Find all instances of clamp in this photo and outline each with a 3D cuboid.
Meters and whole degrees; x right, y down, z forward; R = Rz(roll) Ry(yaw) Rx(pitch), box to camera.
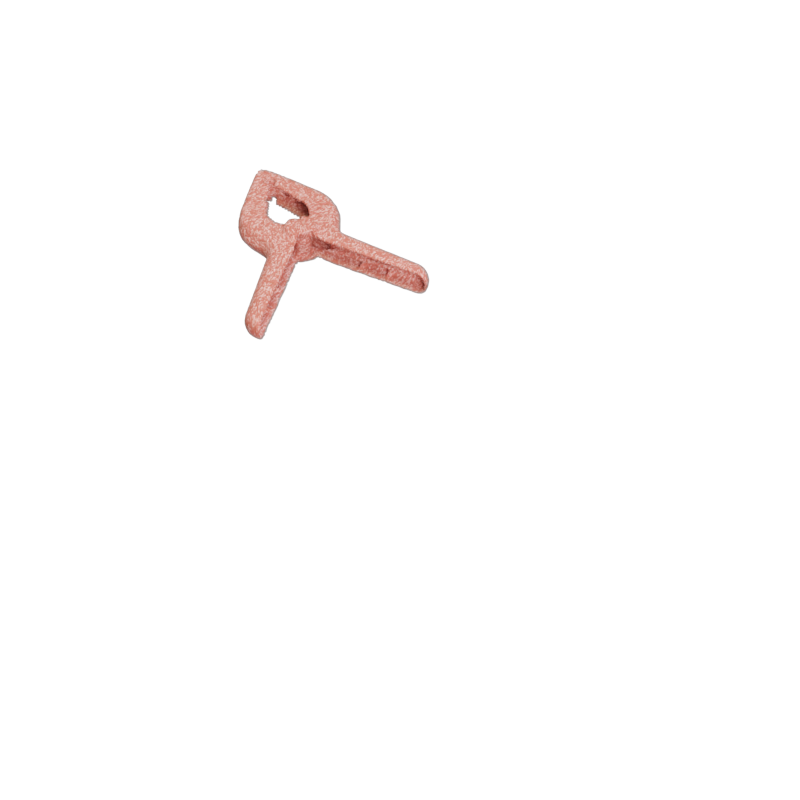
[{"bbox_3d":[-0.078,-0.143,0.999,0.163,0.034,0.227,-11,44,-12],"label":"clamp"}]
